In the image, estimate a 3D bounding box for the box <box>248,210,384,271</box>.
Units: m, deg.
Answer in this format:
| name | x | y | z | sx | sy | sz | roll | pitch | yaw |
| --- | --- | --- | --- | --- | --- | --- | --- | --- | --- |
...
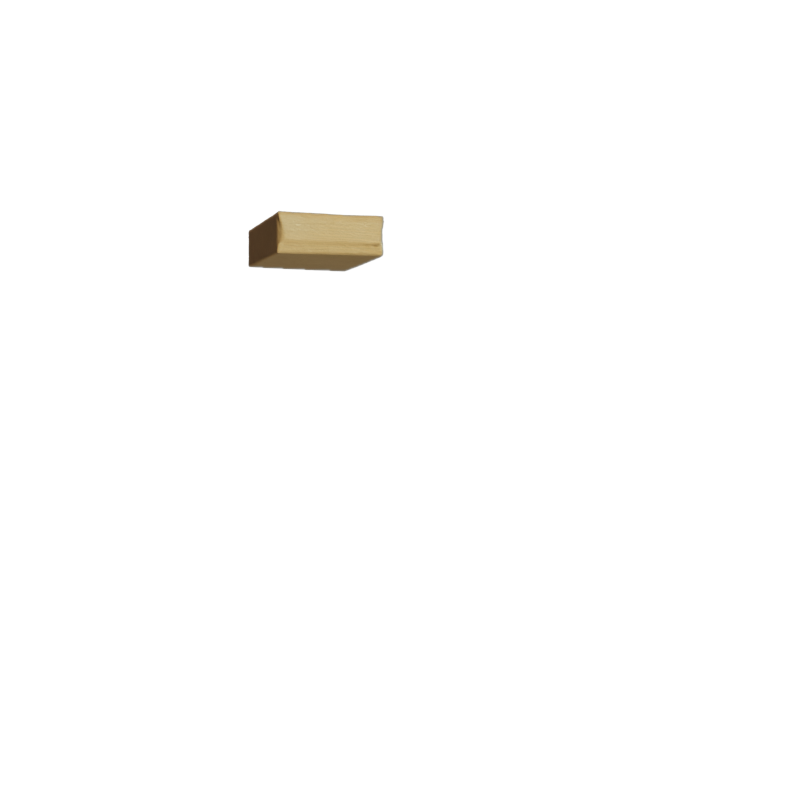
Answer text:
| name | x | y | z | sx | sy | sz | roll | pitch | yaw |
| --- | --- | --- | --- | --- | --- | --- | --- | --- | --- |
| box | -0.059 | -0.108 | 0.756 | 0.071 | 0.031 | 0.090 | 1 | -2 | -18 |
